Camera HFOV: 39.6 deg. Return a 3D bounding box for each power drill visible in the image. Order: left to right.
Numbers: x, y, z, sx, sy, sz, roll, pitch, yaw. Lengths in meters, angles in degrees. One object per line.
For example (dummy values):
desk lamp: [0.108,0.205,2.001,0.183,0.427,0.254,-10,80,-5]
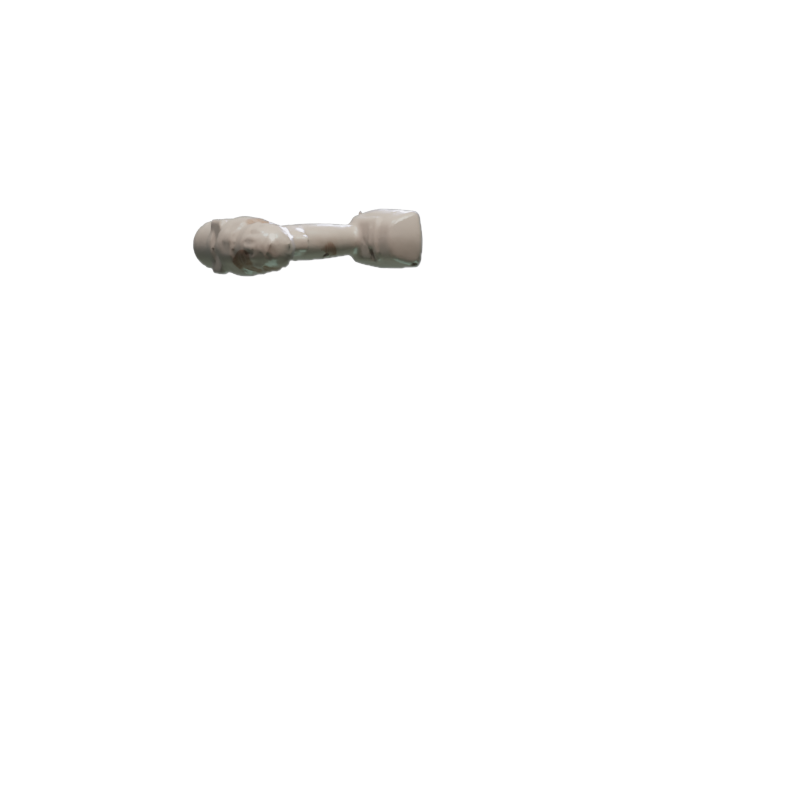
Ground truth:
power drill: [-0.078,-0.143,1.000,0.183,0.056,0.192,-5,11,-25]
